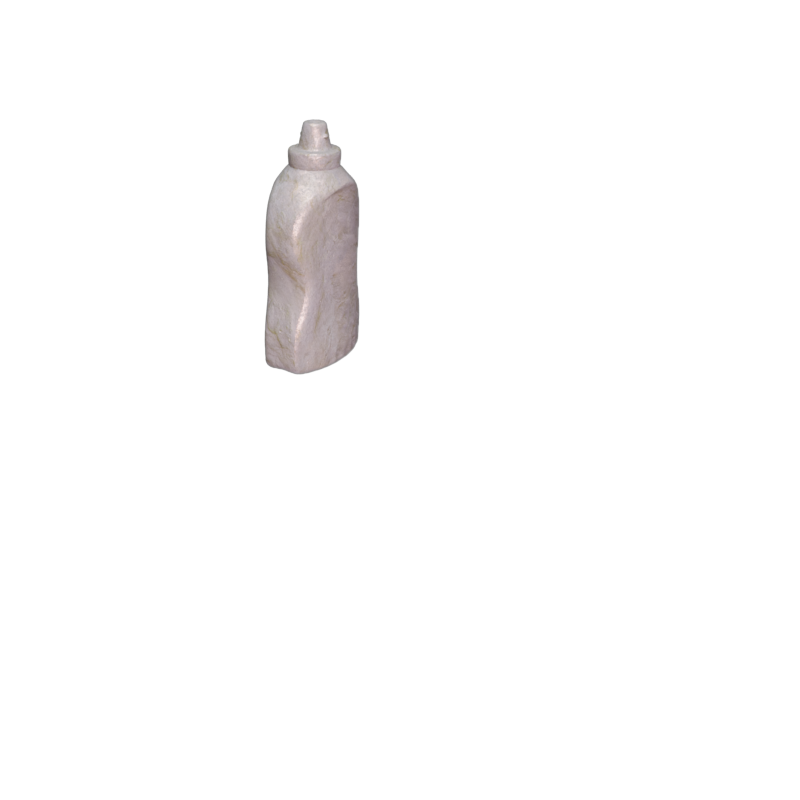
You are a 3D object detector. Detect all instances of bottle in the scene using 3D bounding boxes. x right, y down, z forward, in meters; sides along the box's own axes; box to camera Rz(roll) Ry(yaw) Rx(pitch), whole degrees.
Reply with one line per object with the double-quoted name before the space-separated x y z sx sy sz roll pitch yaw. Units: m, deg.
"bottle" -0.068 -0.124 0.868 0.061 0.183 0.096 13 23 30
